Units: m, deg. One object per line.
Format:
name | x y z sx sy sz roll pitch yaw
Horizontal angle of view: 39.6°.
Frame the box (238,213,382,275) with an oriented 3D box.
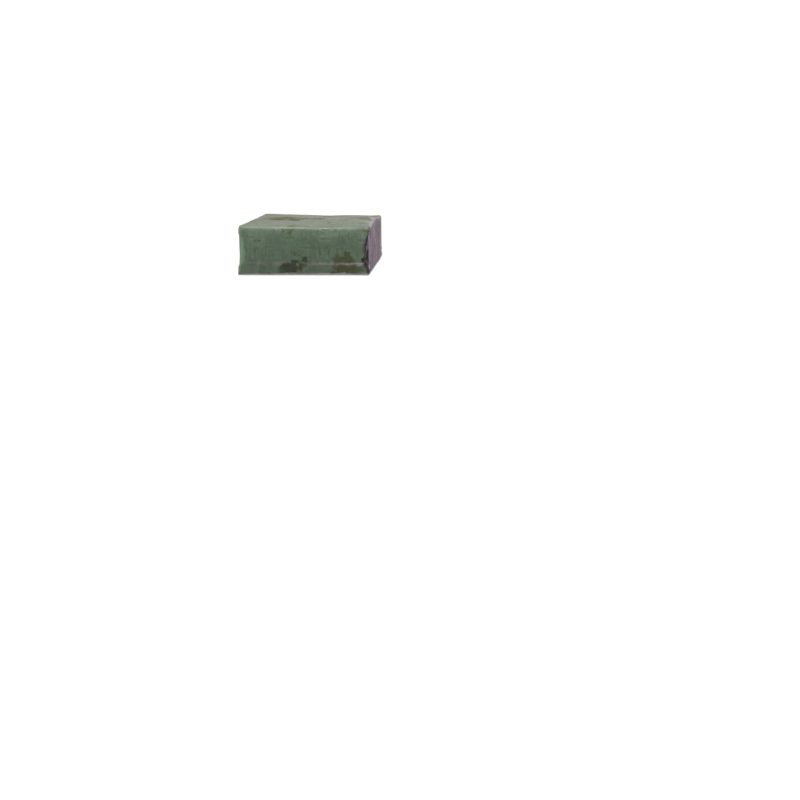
box | -0.050 -0.091 0.639 0.074 0.029 0.090 1 13 5
